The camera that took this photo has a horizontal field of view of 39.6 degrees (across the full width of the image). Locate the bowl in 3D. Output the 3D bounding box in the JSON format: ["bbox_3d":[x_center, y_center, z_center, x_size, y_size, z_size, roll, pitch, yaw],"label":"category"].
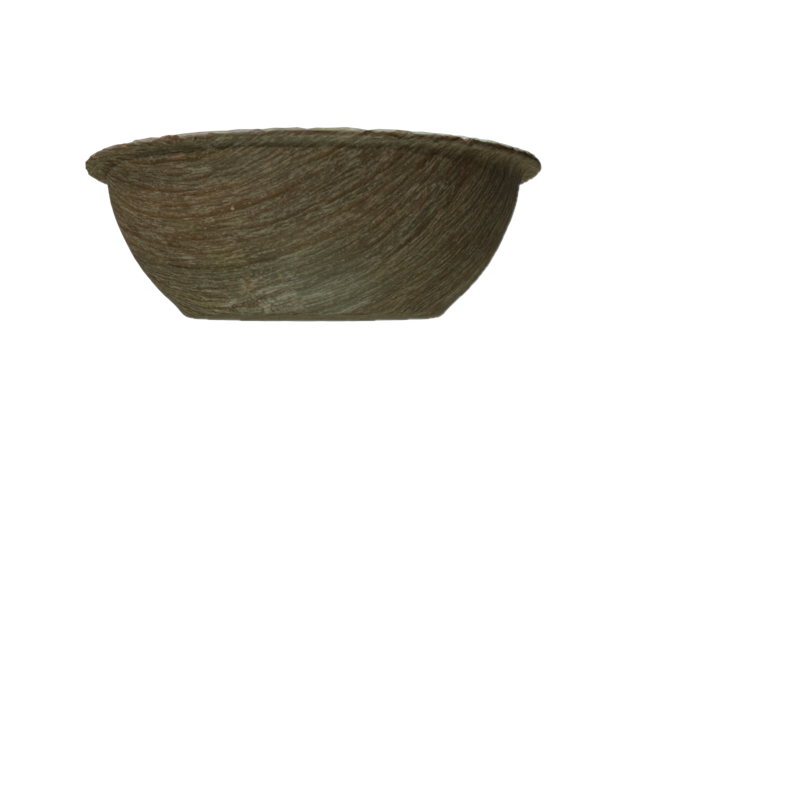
[{"bbox_3d":[-0.031,-0.057,0.397,0.162,0.055,0.162,0,2,-2],"label":"bowl"}]
